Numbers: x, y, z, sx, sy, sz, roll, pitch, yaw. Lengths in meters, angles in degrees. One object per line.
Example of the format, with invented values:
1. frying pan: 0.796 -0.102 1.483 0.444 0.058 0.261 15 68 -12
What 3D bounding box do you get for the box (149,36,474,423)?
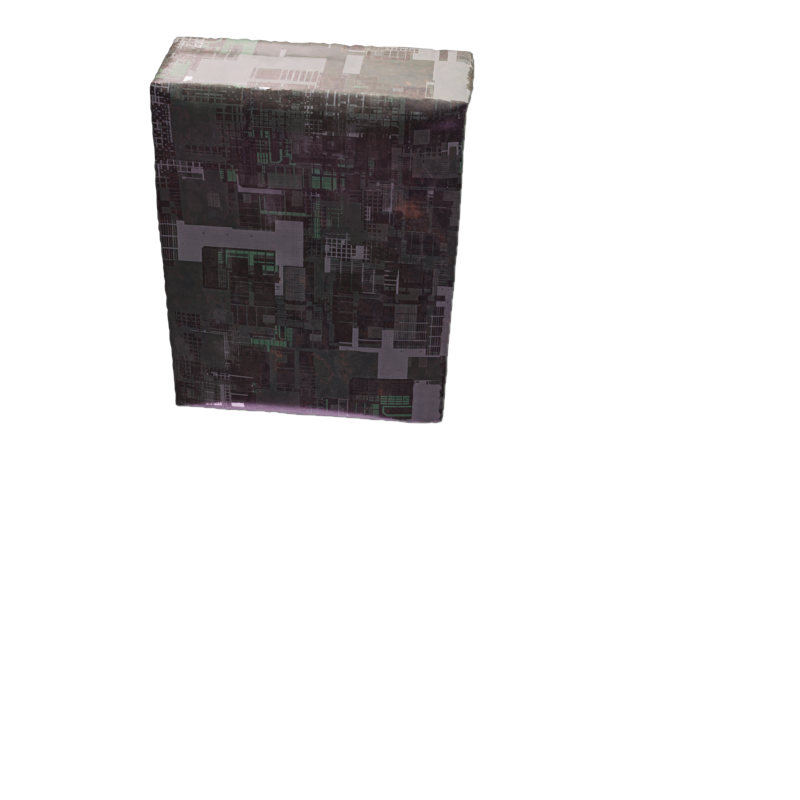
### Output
1. box: -0.049 -0.089 0.625 0.165 0.200 0.076 5 36 4
